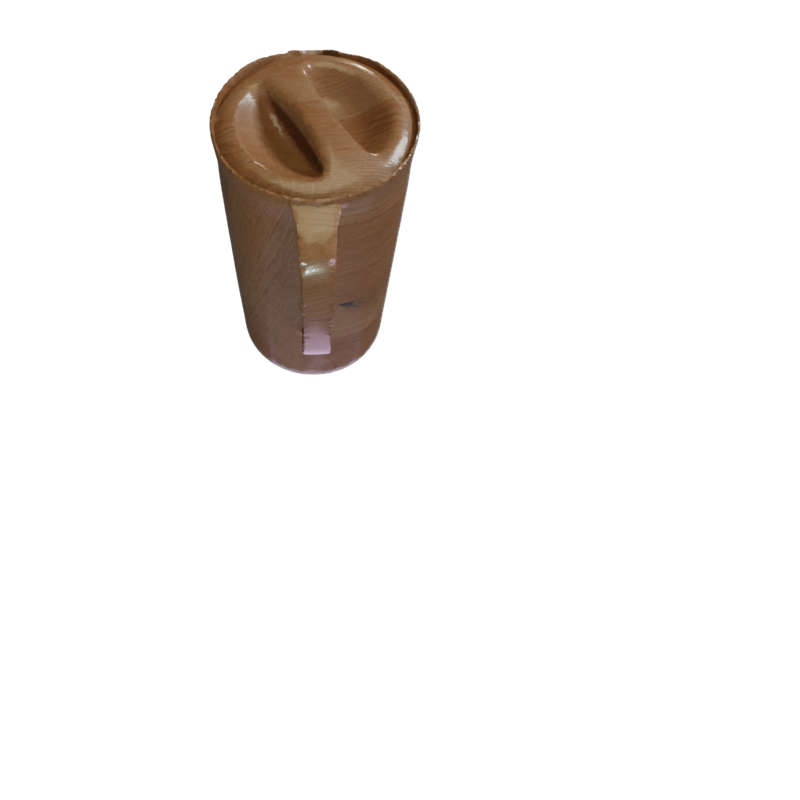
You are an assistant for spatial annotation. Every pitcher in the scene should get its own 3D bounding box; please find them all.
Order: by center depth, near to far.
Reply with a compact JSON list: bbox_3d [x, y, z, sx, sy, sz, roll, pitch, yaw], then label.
[{"bbox_3d":[-0.061,-0.112,0.784,0.152,0.151,0.227,37,-27,19],"label":"pitcher"}]
